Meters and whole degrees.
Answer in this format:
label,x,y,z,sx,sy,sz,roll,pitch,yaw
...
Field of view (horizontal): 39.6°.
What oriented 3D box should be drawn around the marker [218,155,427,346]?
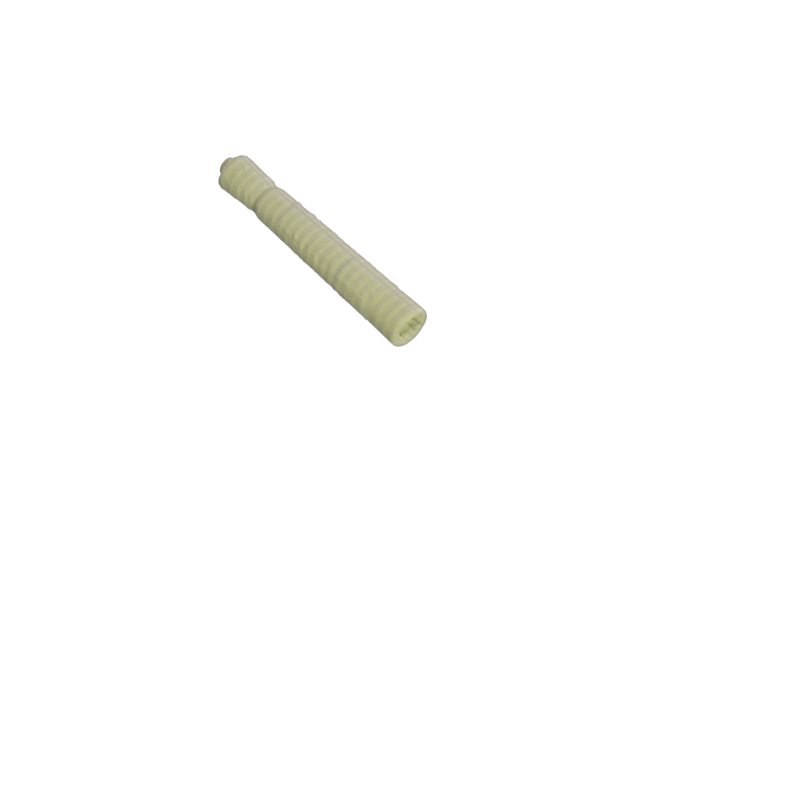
label,x,y,z,sx,sy,sz,roll,pitch,yaw
marker,-0.037,-0.067,0.471,0.129,0.019,0.019,44,27,28
